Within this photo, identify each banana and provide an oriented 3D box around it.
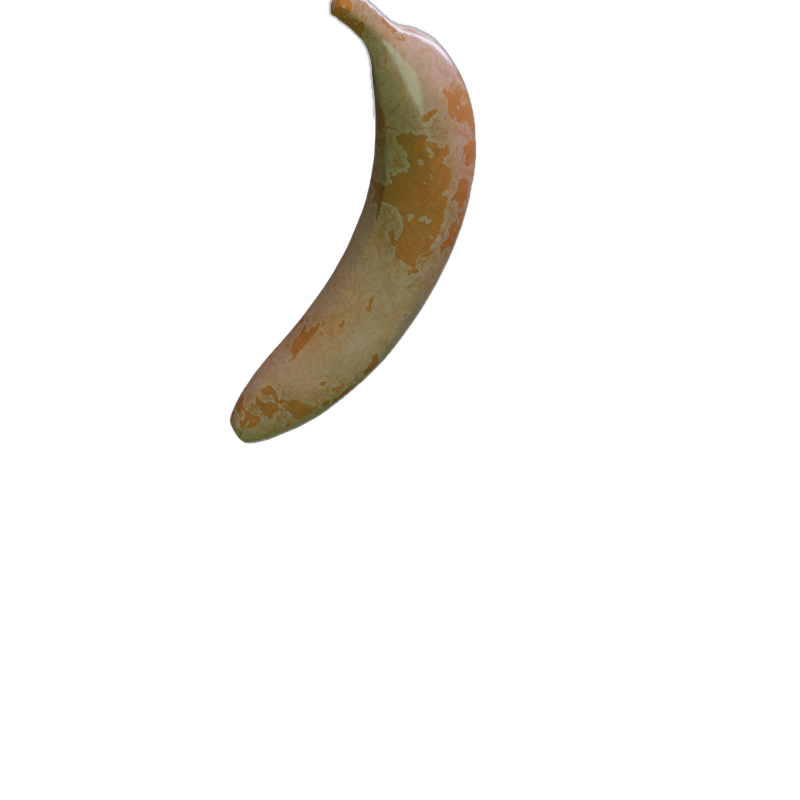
[{"bbox_3d":[-0.014,-0.060,0.423,0.069,0.188,0.039,12,30,-9],"label":"banana"}]
